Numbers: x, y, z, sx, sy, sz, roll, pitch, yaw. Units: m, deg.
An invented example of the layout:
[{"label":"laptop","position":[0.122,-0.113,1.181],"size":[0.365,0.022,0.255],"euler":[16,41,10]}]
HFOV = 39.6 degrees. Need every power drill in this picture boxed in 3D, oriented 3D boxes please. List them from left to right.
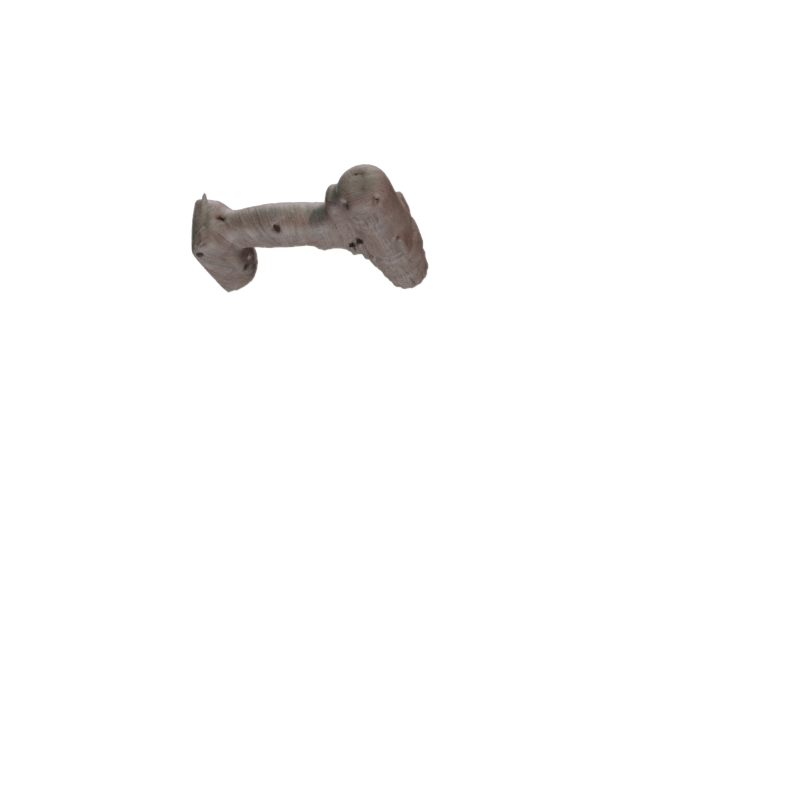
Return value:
[{"label":"power drill","position":[-0.077,-0.140,0.980],"size":[0.190,0.061,0.172],"euler":[-6,-24,14]}]
